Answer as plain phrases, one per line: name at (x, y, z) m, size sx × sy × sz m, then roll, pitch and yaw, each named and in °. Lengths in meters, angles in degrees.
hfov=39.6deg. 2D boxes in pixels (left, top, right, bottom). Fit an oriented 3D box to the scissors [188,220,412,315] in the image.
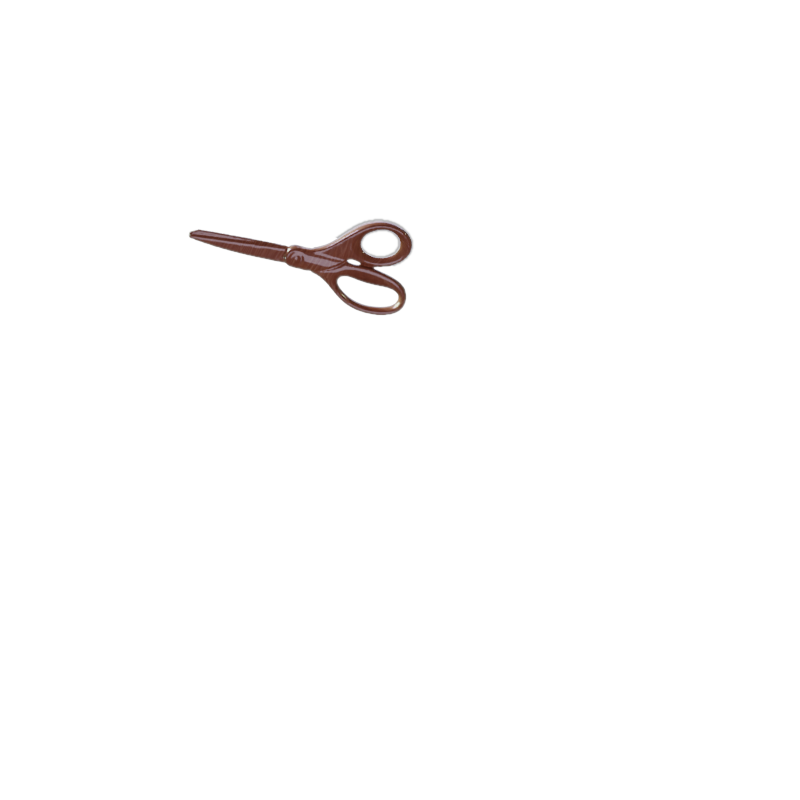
scissors at (-0.077, -0.141, 0.985) m, size 0.197 × 0.094 × 0.016 m, roll 26°, pitch 19°, yaw -10°
